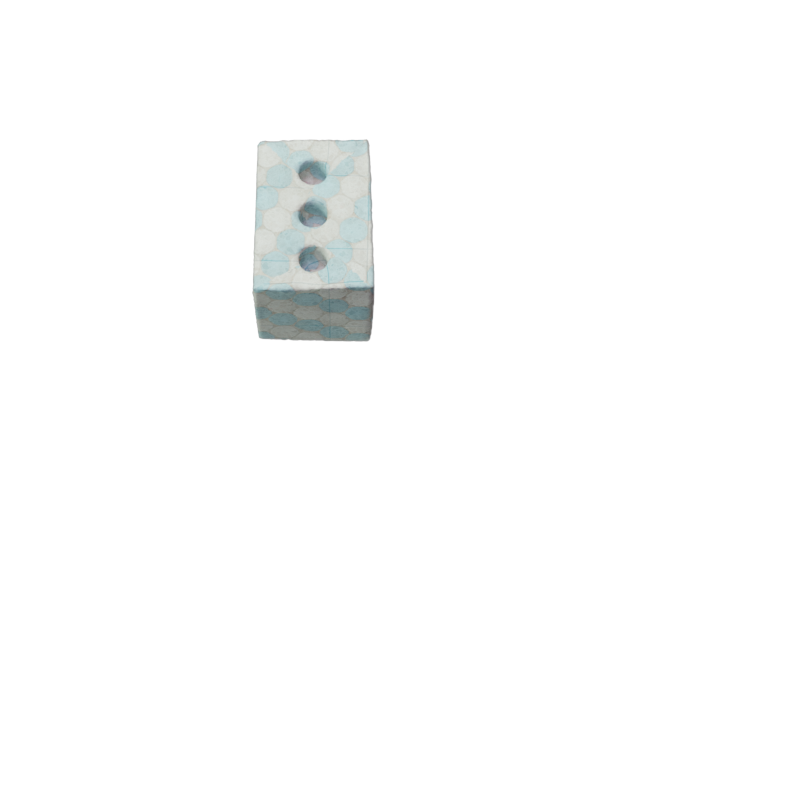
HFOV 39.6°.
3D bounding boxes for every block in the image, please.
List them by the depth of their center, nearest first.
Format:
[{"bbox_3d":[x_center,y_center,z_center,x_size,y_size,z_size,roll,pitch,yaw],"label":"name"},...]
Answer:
[{"bbox_3d":[-0.039,-0.072,0.504,0.053,0.083,0.048,-1,-26,-3],"label":"block"}]
